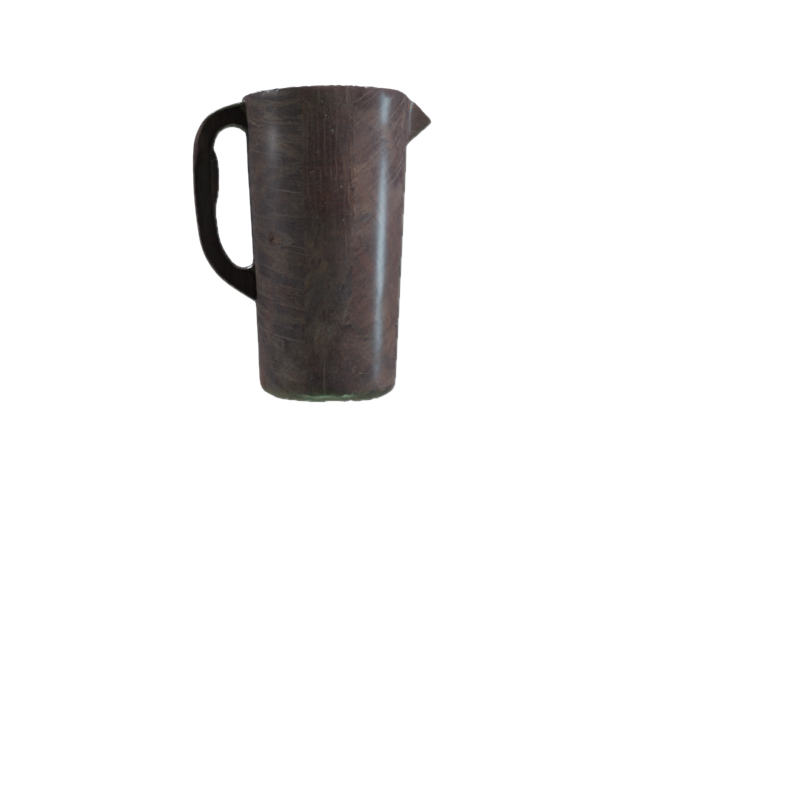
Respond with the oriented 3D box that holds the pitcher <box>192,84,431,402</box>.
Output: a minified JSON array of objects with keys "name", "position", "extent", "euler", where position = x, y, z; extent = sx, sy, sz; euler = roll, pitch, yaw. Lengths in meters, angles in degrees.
[{"name":"pitcher","position":[-0.069,-0.125,0.878],"extent":[0.155,0.243,0.140],"euler":[1,2,36]}]
